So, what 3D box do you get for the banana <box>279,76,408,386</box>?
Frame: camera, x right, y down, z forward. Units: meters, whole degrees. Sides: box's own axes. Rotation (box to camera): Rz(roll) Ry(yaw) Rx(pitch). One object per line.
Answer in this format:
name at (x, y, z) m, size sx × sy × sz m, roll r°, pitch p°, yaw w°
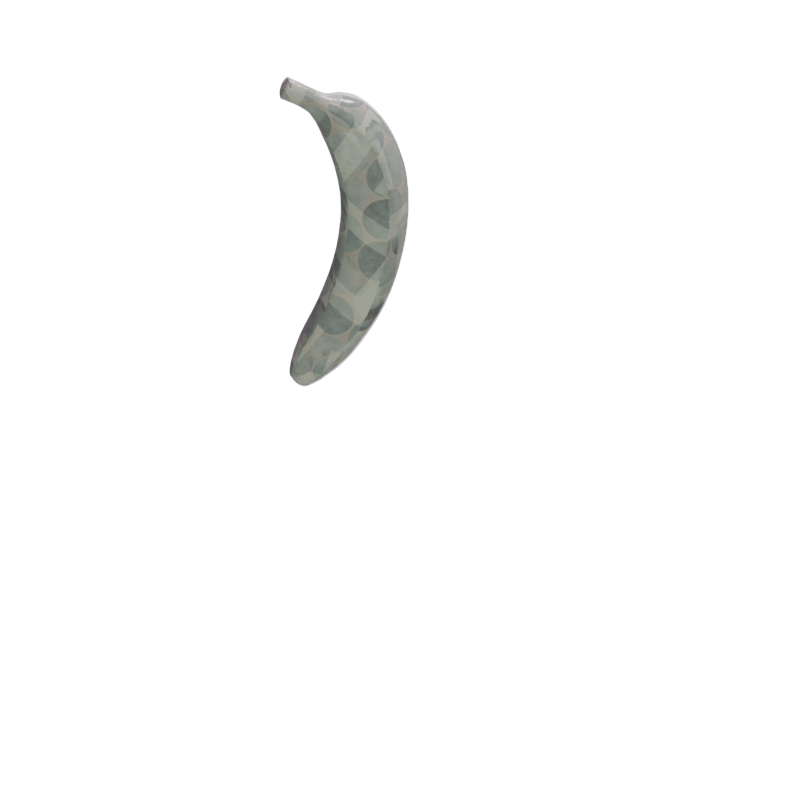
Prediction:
banana at (-0.030, -0.093, 0.624) m, size 0.069 × 0.186 × 0.039 m, roll 0°, pitch 32°, yaw -1°
